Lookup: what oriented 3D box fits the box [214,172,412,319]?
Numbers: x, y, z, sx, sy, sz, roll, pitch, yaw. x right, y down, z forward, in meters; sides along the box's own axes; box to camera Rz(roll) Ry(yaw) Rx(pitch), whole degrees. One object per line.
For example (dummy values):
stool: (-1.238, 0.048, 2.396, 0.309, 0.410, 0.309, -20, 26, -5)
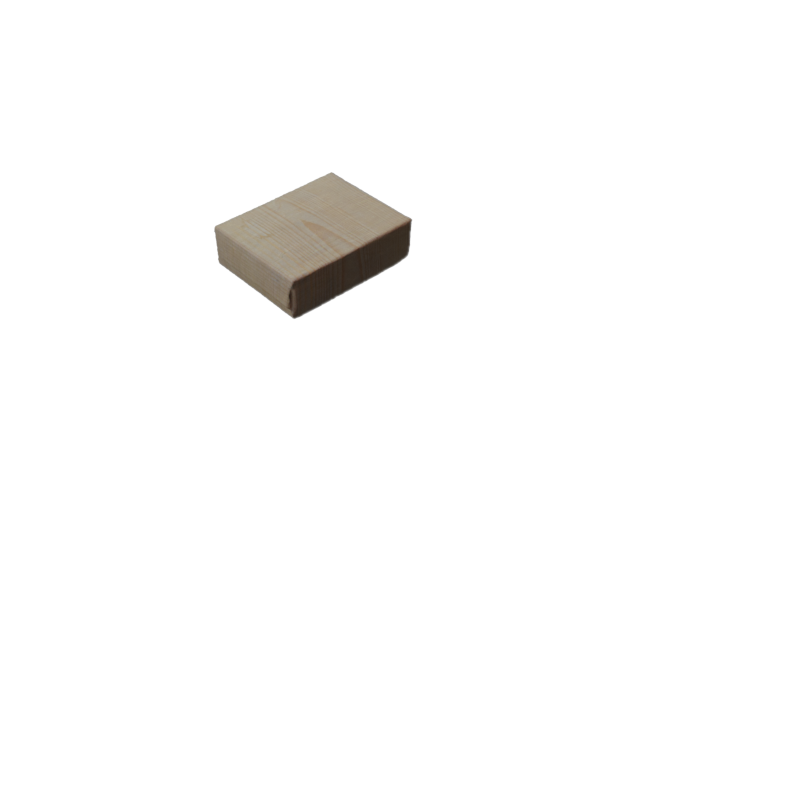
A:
box: (-0.062, -0.113, 0.792, 0.113, 0.036, 0.096, -29, 48, -31)
